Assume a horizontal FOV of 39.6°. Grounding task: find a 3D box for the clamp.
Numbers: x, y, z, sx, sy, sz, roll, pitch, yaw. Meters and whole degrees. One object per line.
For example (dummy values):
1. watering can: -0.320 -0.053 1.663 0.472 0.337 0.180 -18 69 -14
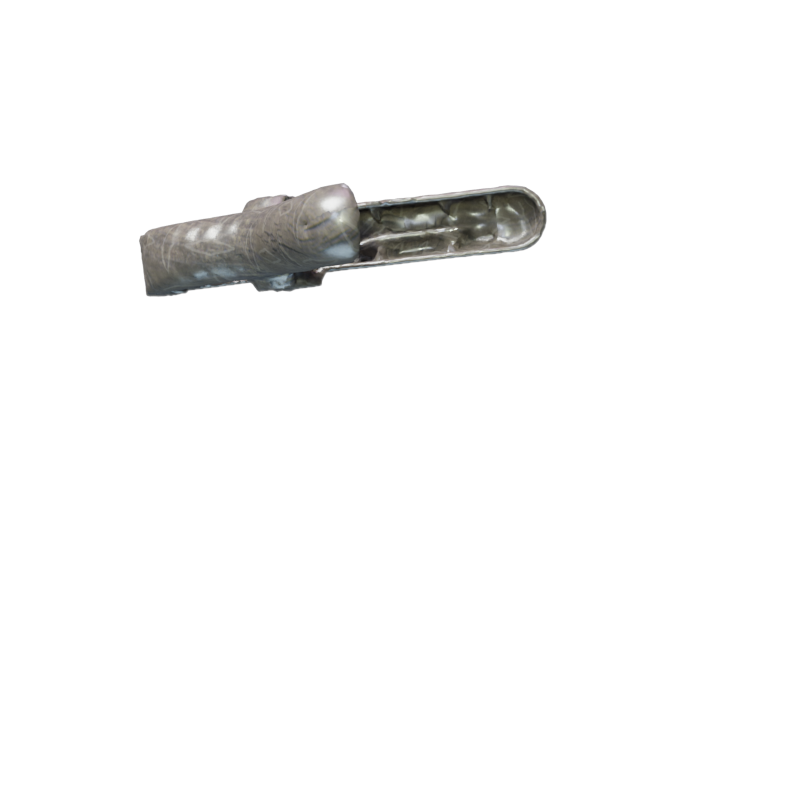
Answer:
1. clamp: -0.034 -0.061 0.429 0.115 0.039 0.178 -2 4 -41
